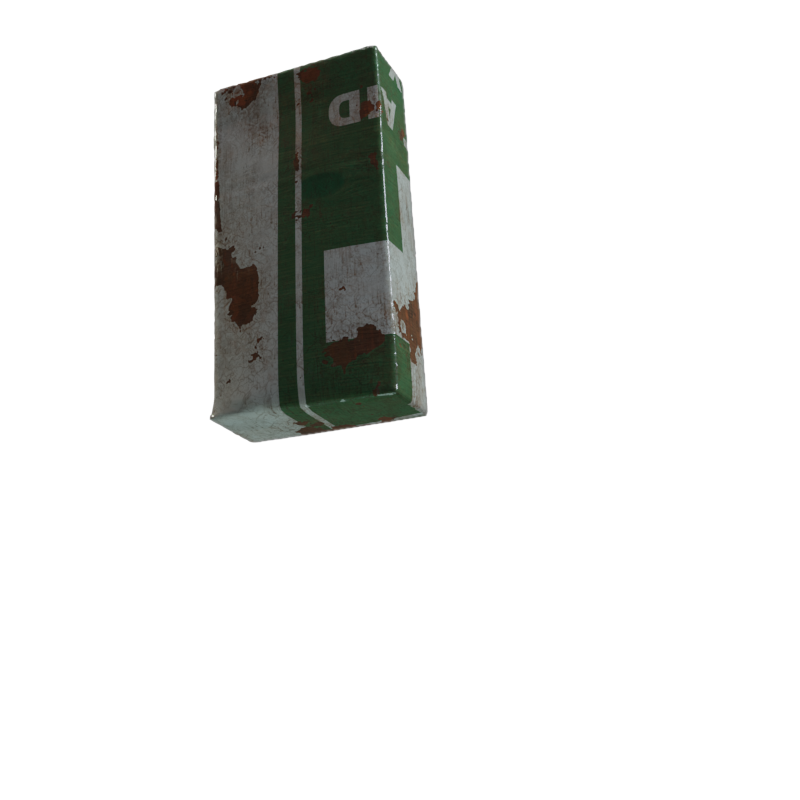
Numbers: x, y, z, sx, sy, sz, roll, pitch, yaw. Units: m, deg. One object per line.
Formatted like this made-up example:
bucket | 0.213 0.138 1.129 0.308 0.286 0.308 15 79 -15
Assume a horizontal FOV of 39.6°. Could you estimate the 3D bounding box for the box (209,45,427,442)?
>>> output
box | -0.041 -0.075 0.528 0.095 0.186 0.045 -11 -27 21
